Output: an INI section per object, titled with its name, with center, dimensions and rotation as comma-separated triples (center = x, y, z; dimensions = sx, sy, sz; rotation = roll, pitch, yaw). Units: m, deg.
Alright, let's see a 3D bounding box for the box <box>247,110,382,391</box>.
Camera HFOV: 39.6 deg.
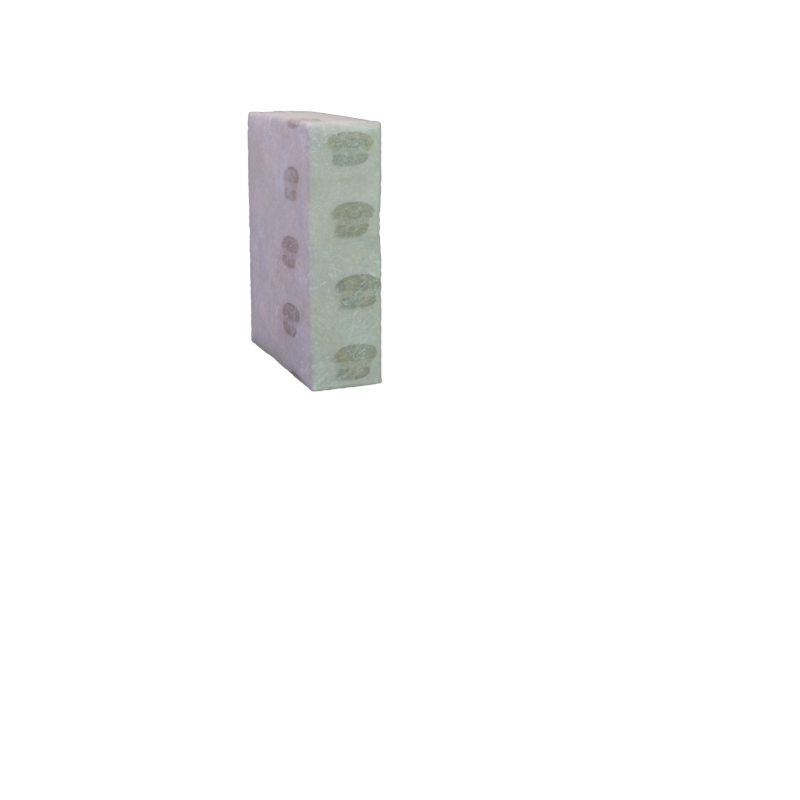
[box]
center = -0.074, -0.134, 0.939
dimensions = 0.070, 0.208, 0.173
rotation = -4, 14, -23
